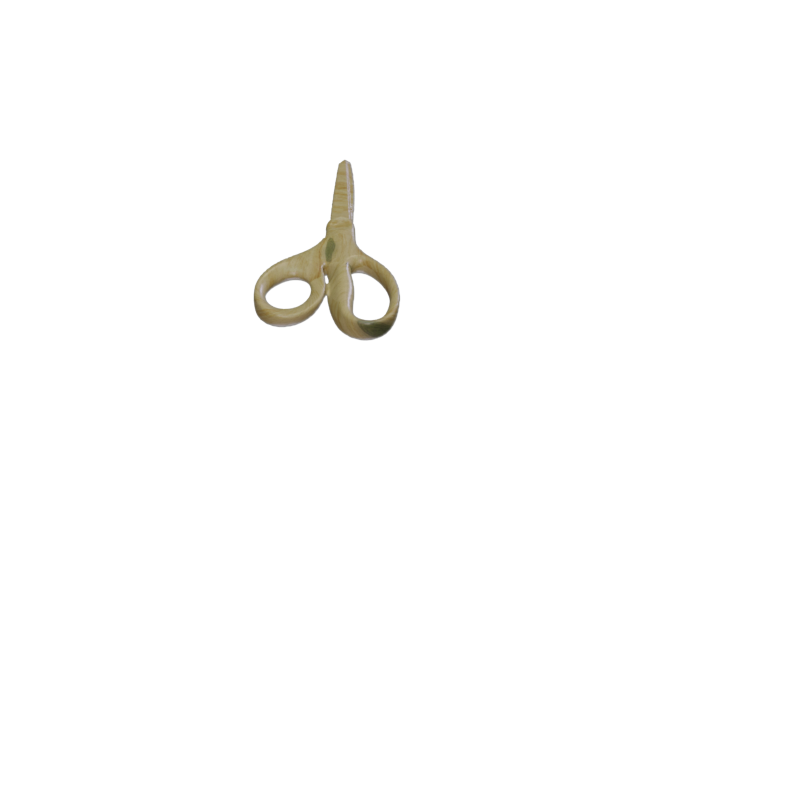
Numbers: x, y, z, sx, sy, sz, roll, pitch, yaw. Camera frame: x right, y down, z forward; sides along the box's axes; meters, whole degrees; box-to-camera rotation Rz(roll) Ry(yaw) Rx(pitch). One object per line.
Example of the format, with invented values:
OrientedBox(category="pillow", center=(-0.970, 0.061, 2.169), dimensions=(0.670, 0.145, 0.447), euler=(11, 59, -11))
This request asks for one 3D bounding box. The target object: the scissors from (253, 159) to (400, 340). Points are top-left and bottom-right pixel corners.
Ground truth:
OrientedBox(category="scissors", center=(-0.056, -0.102, 0.717), dimensions=(0.095, 0.015, 0.218), euler=(-9, 39, -11))
